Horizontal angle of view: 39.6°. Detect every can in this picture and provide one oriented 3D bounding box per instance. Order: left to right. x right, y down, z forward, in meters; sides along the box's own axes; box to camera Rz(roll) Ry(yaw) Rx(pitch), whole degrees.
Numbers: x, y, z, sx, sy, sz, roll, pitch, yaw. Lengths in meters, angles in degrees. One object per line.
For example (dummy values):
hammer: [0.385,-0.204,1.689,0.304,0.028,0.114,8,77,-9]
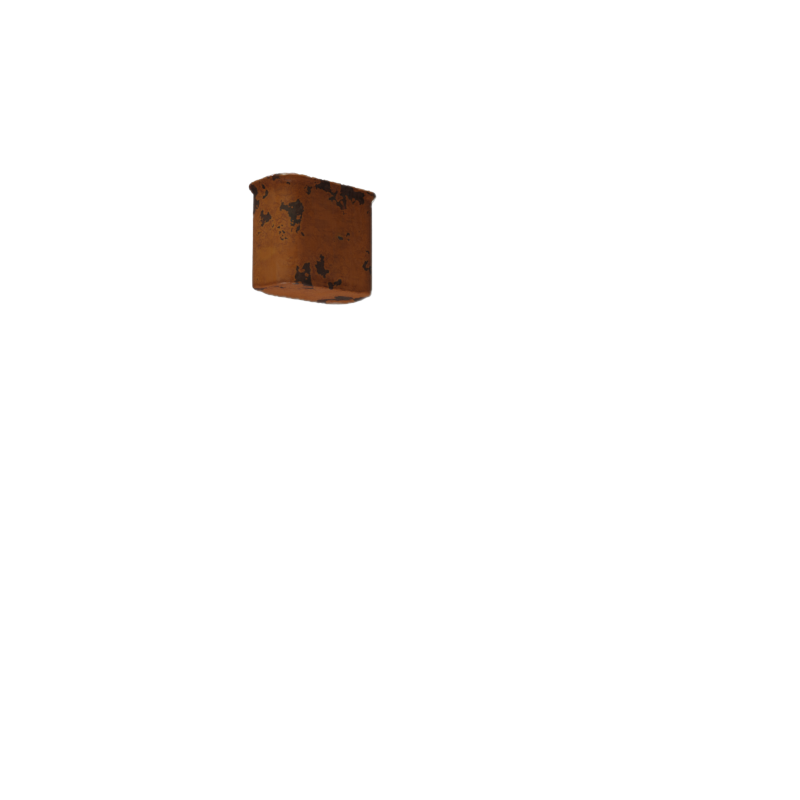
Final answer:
can: [-0.067,-0.122,0.858,0.097,0.086,0.059,7,-13,-41]
